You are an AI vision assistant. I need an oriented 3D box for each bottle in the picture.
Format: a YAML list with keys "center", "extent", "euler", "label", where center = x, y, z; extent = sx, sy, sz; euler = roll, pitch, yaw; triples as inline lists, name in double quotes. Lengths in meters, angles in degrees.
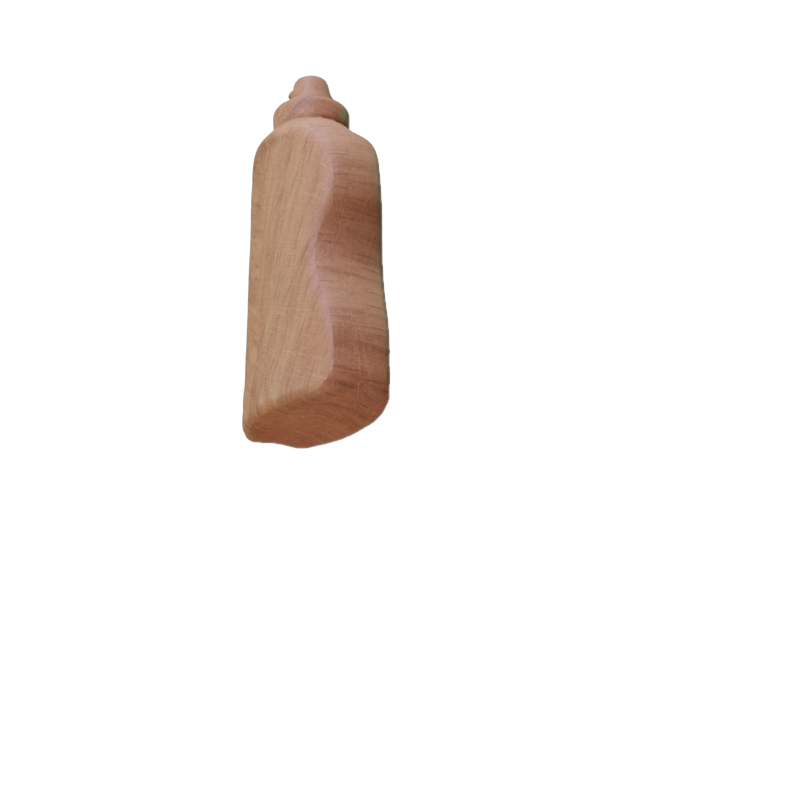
- center: [-0.044, -0.080, 0.559]
  extent: [0.056, 0.203, 0.094]
  euler: [11, -27, -25]
  label: "bottle"
